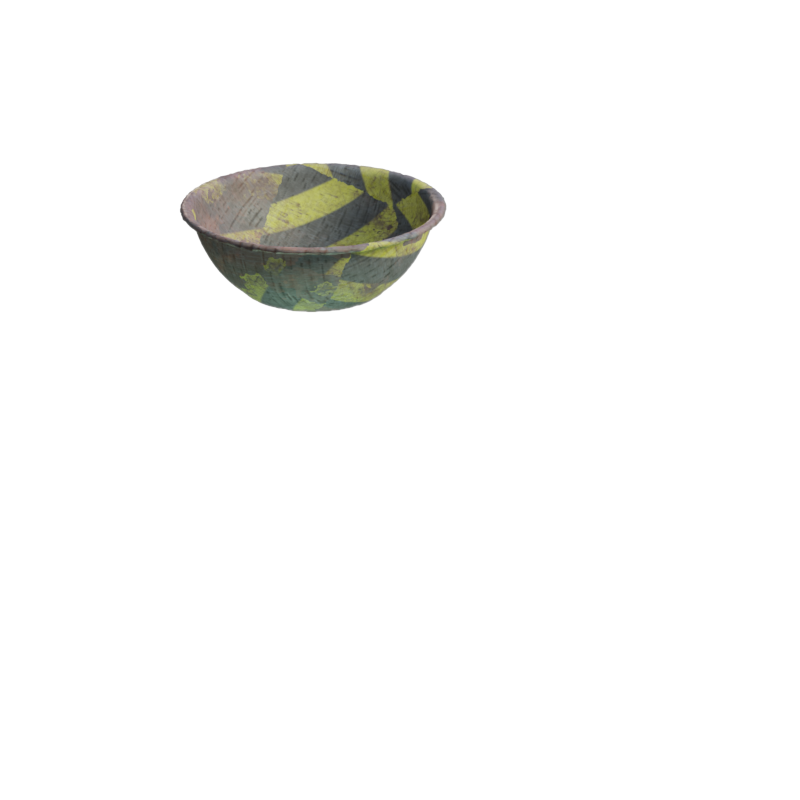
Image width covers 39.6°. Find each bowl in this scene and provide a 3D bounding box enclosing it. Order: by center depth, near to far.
[{"bbox_3d":[-0.053,-0.098,0.683,0.162,0.052,0.171,-1,28,-2],"label":"bowl"}]
